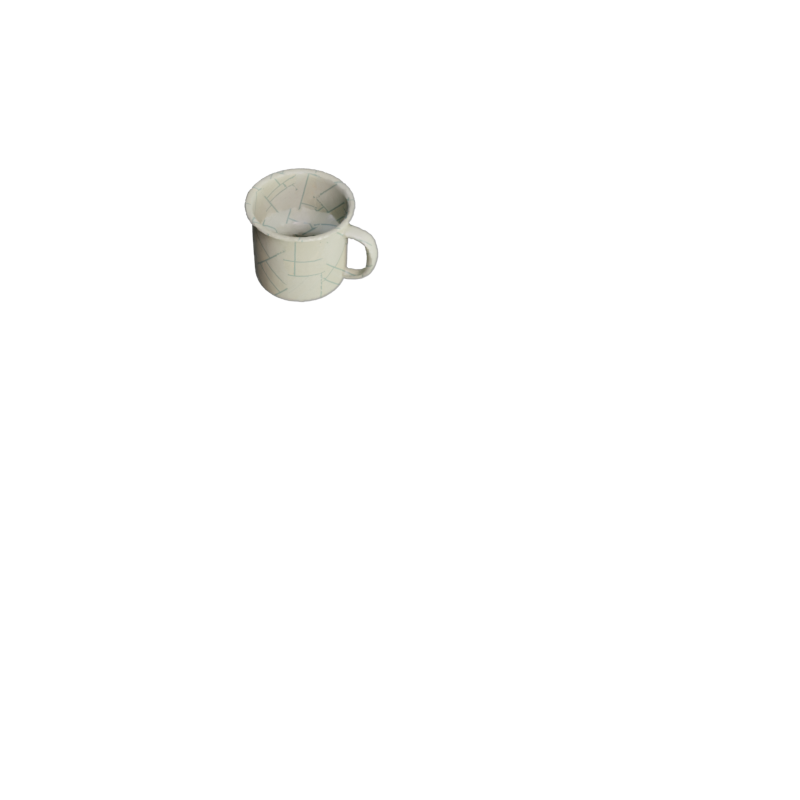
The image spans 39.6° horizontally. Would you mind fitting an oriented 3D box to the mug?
[{"bbox_3d":[-0.074,-0.136,0.951,0.120,0.076,0.097,16,48,13],"label":"mug"}]
